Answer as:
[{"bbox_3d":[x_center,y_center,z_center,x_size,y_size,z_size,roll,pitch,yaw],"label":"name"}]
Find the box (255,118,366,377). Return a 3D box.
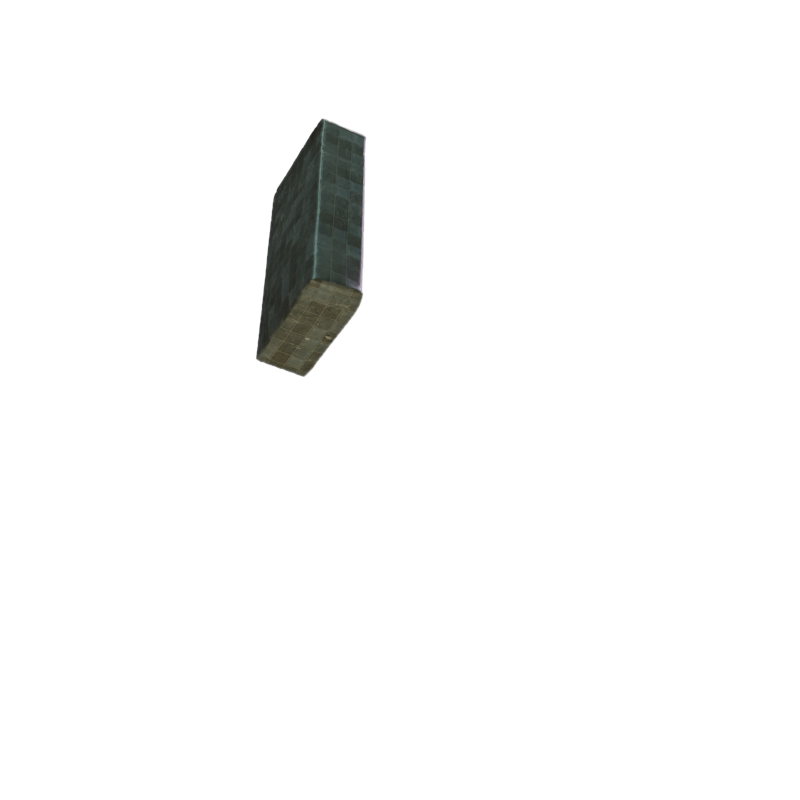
[{"bbox_3d":[-0.064,-0.115,0.808,0.046,0.189,0.090,19,-47,-23],"label":"box"}]
